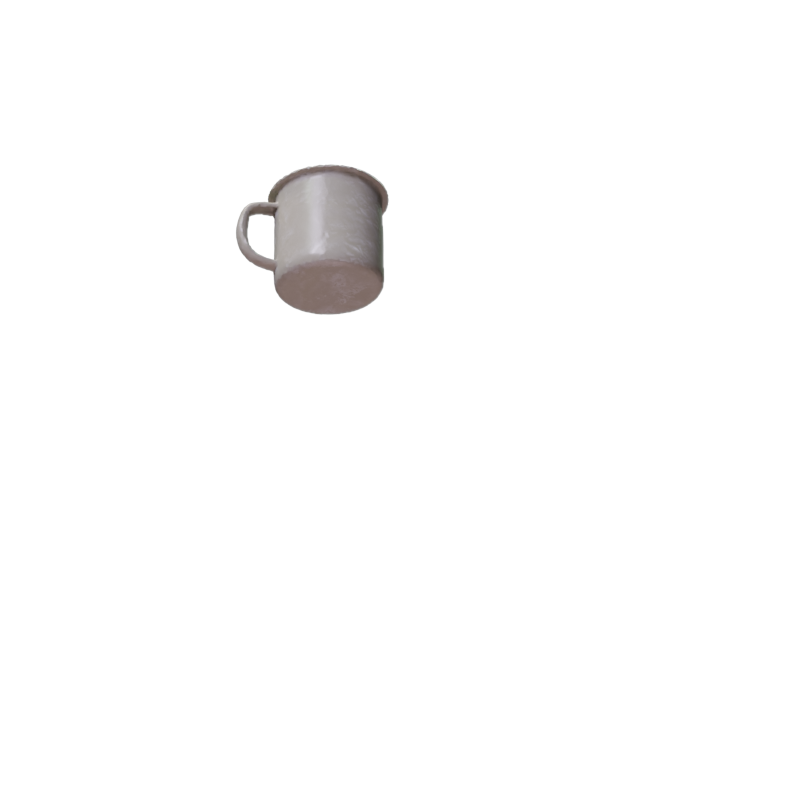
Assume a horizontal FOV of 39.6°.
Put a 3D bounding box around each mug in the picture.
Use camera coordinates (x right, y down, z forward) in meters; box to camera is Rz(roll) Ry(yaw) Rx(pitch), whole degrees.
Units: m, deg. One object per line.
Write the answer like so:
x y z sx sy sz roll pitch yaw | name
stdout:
-0.065 -0.119 0.831 0.114 0.087 0.090 8 -30 -16 | mug
